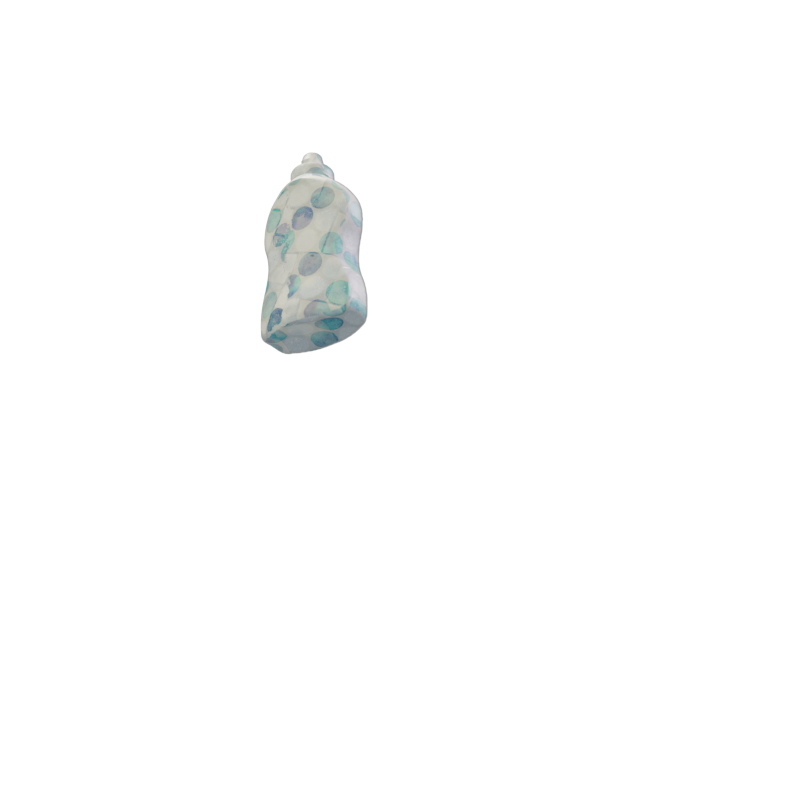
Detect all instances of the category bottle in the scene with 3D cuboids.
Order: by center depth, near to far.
[{"bbox_3d":[-0.078,-0.142,0.992,0.097,0.205,0.054,-23,-37,30],"label":"bottle"}]
